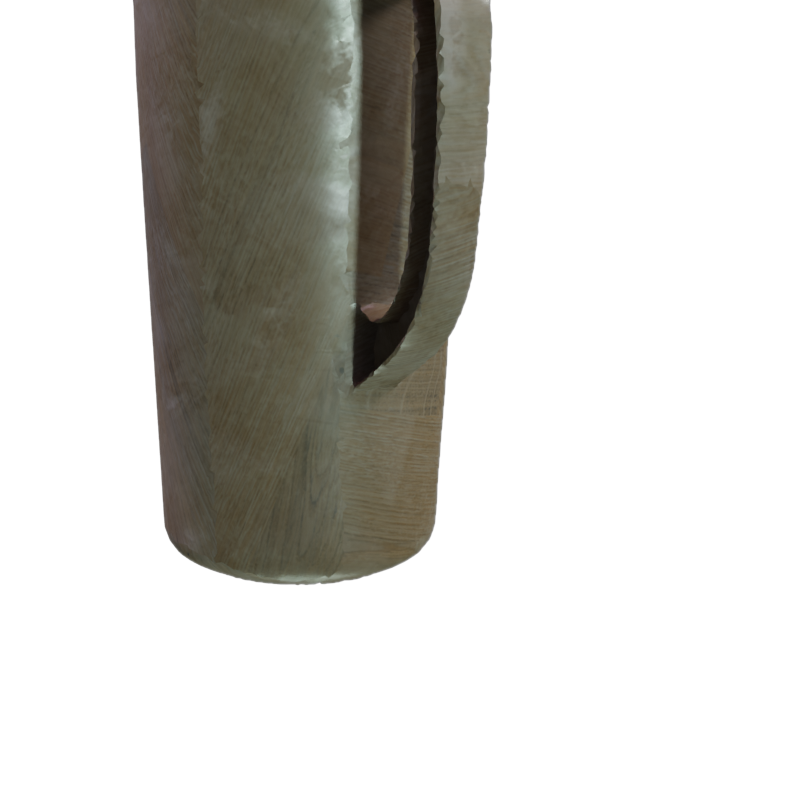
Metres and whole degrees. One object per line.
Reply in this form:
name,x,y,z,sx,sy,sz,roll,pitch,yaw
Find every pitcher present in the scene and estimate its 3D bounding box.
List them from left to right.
pitcher,-0.033,-0.060,0.421,0.148,0.239,0.149,2,8,12
